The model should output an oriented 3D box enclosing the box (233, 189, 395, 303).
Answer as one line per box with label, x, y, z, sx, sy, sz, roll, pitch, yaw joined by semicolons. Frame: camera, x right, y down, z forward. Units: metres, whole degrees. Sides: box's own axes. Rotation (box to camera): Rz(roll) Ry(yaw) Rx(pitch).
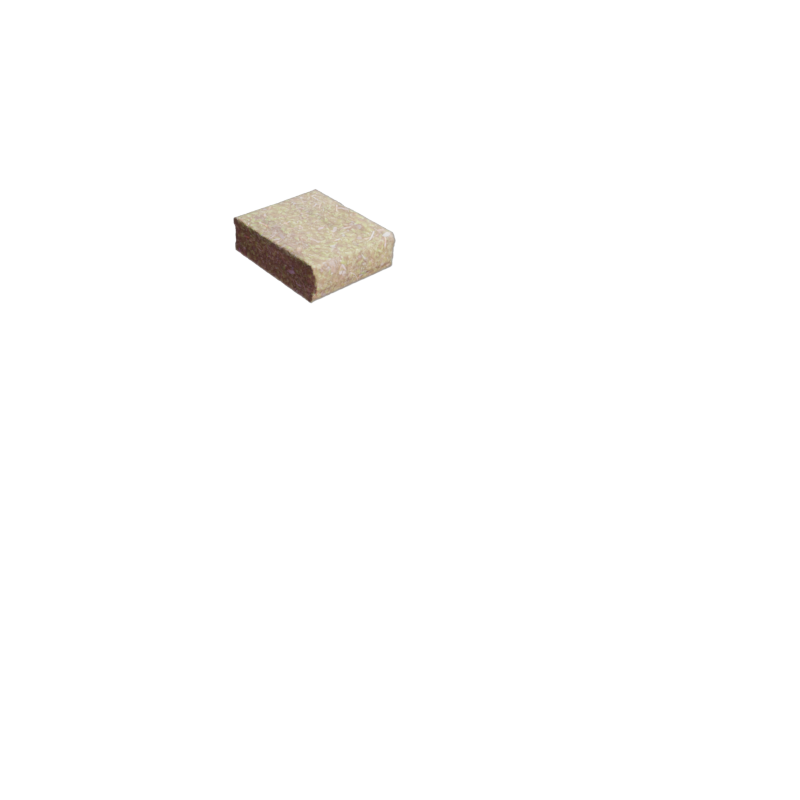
box;-0.059;-0.108;0.759;0.073;0.028;0.096;-25;42;-32
